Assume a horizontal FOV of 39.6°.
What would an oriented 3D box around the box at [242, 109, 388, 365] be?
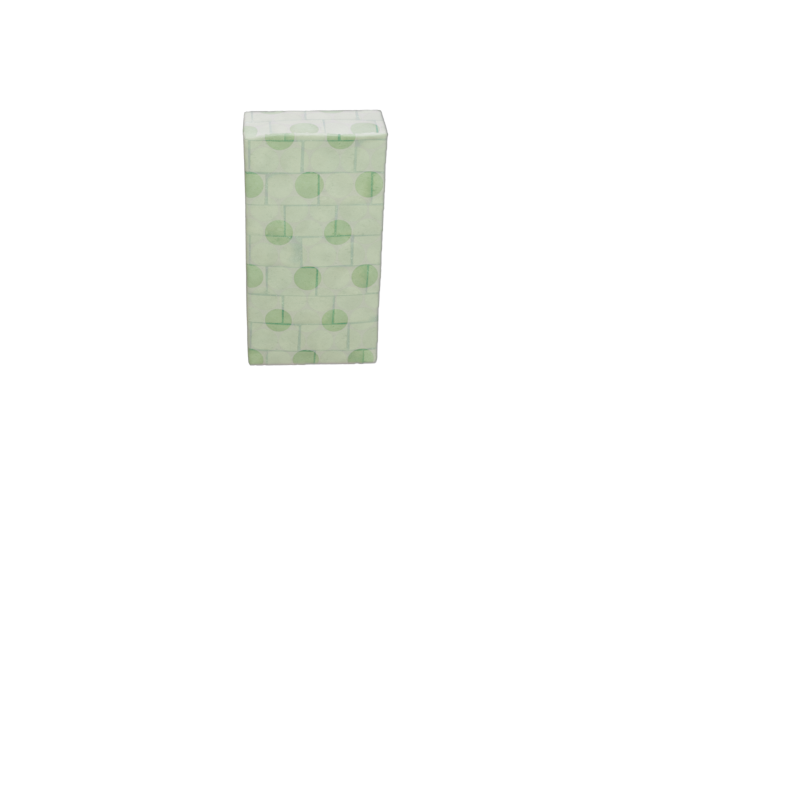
[{"bbox_3d":[-0.059,-0.106,0.746,0.093,0.165,0.051,-1,34,-4],"label":"box"}]
